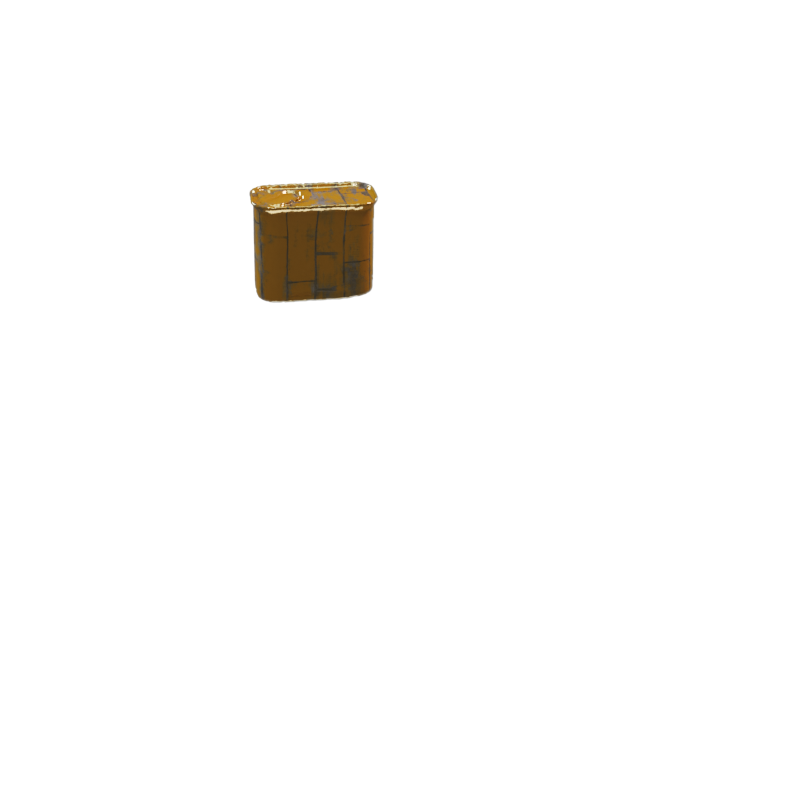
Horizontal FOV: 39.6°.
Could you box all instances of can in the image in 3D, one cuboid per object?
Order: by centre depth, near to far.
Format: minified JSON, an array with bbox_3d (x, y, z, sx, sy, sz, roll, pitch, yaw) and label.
[{"bbox_3d":[-0.071,-0.129,0.906,0.101,0.080,0.061,-3,25,-8],"label":"can"}]
